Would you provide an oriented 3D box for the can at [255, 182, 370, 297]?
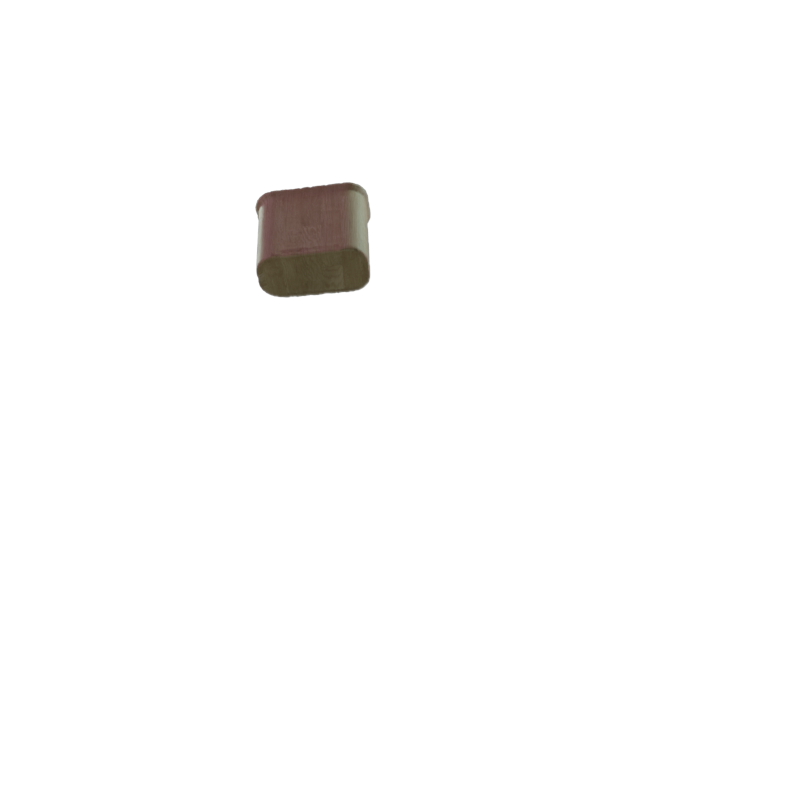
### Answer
[{"bbox_3d":[-0.076,-0.139,0.970,0.102,0.090,0.053,-6,-43,4],"label":"can"}]
